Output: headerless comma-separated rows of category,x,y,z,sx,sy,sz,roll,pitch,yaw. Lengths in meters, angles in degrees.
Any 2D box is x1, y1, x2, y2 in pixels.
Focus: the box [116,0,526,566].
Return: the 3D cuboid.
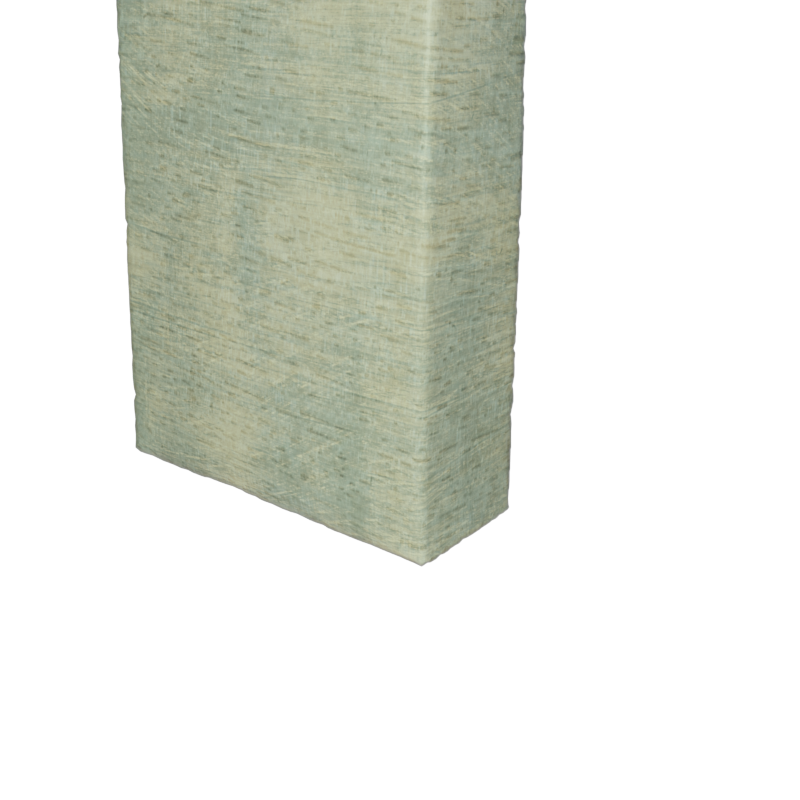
box,-0.036,-0.065,0.456,0.173,0.207,0.070,14,19,38
